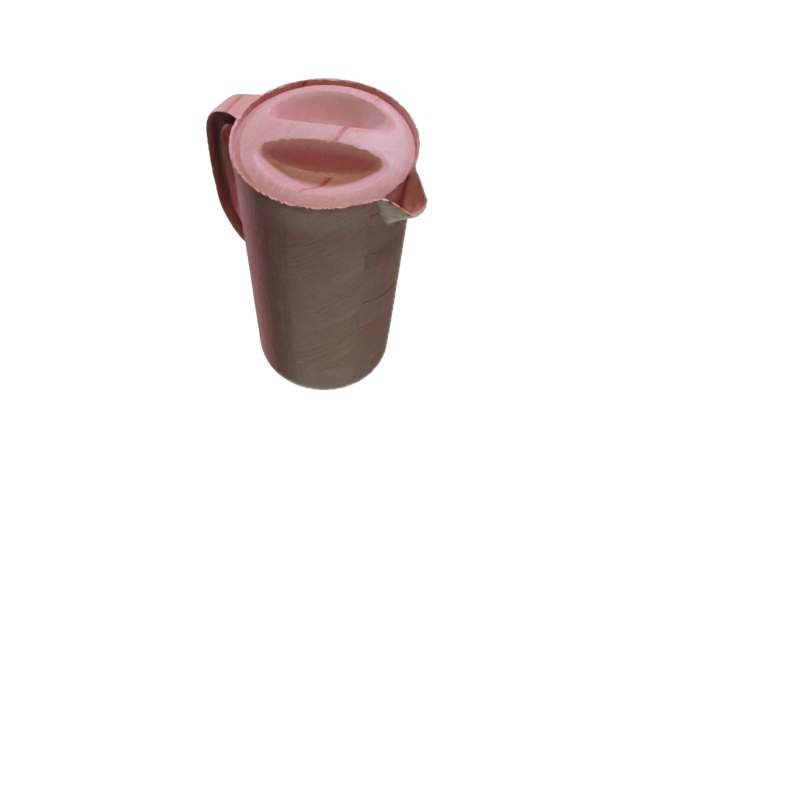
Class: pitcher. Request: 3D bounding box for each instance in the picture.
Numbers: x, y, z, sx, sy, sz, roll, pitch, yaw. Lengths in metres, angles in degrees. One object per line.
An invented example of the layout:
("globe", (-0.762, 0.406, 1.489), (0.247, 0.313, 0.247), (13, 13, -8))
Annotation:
("pitcher", (-0.067, -0.122, 0.858), (0.144, 0.161, 0.227), (-7, -37, -8))
